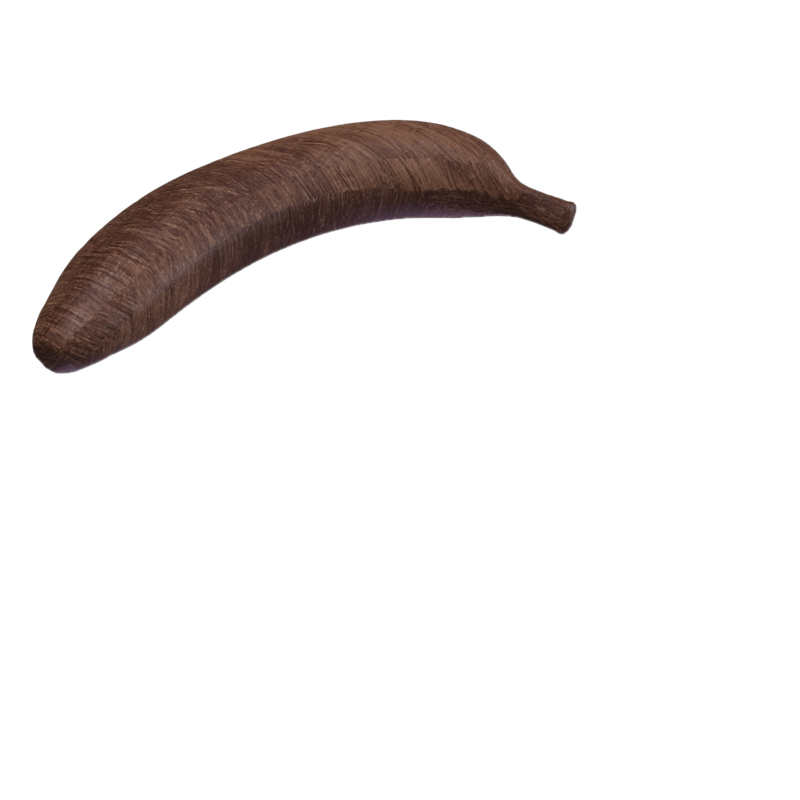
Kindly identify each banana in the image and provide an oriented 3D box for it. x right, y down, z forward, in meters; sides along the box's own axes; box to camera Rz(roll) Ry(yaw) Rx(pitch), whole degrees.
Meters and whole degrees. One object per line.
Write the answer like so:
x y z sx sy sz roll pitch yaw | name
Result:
-0.035 -0.062 0.372 0.195 0.034 0.075 -20 40 -26 | banana
